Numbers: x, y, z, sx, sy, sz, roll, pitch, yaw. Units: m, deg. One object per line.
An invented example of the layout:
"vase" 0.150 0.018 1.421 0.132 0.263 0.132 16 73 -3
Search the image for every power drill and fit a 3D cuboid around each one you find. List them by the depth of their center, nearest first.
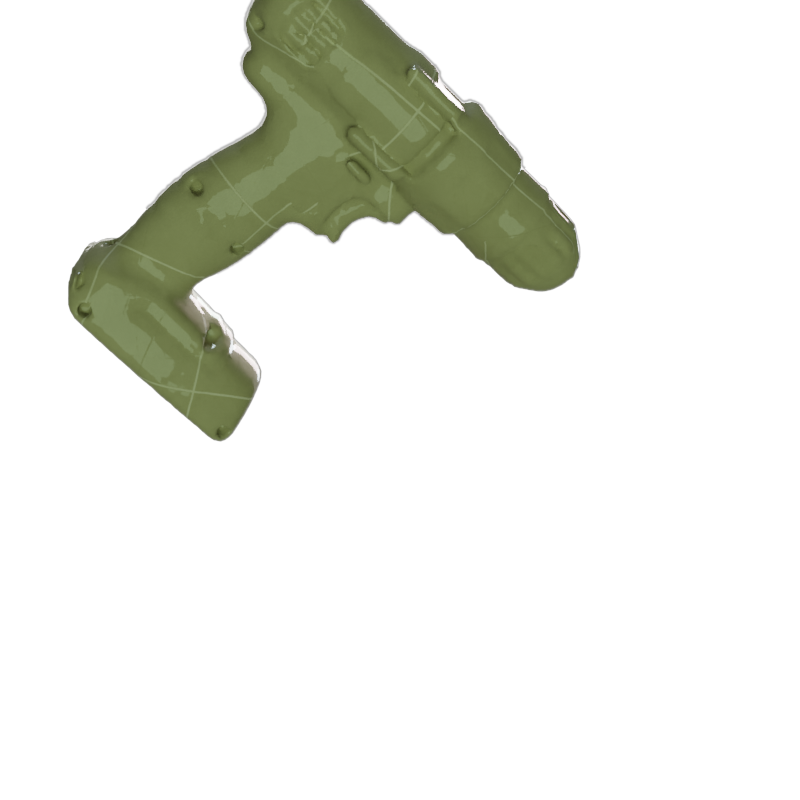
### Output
"power drill" -0.039 -0.070 0.492 0.186 0.179 0.060 -43 13 12
